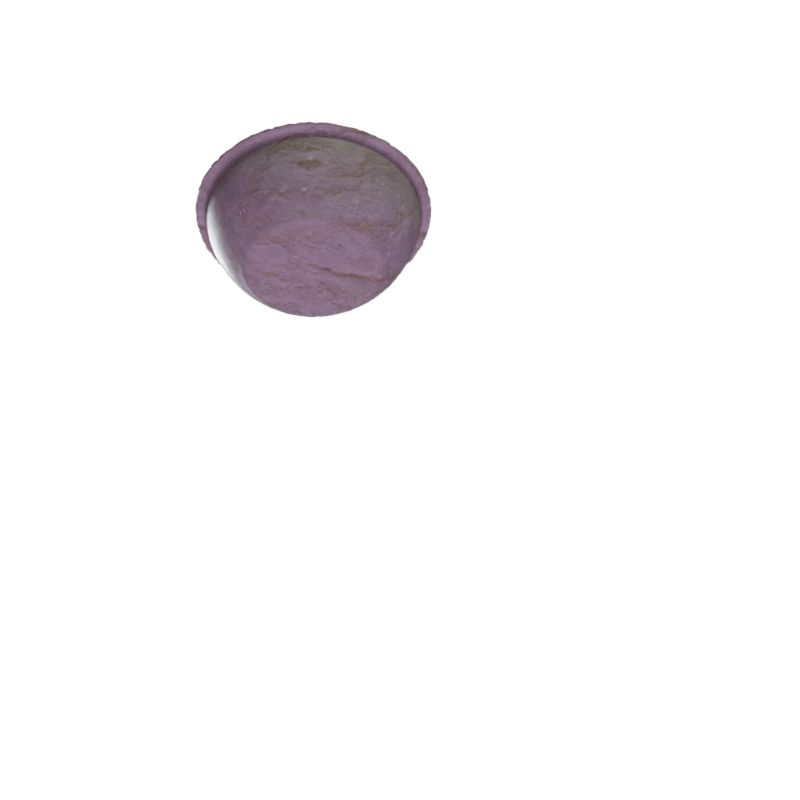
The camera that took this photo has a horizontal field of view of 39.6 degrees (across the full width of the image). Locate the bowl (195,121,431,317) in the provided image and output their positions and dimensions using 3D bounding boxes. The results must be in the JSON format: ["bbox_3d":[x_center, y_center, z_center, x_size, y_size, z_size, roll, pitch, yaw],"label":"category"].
[{"bbox_3d":[-0.058,-0.106,0.741,0.162,0.059,0.151,1,-42,-1],"label":"bowl"}]
